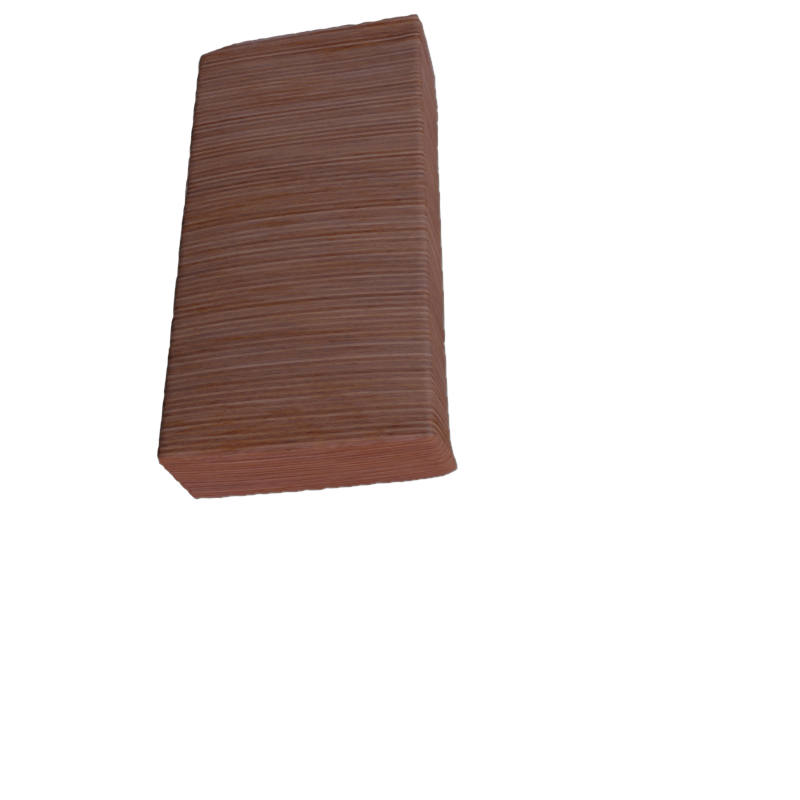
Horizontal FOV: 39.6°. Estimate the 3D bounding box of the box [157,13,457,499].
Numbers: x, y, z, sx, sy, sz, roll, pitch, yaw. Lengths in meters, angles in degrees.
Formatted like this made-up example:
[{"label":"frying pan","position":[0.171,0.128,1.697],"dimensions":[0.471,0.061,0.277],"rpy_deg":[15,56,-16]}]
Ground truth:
[{"label":"box","position":[-0.032,-0.058,0.403],"dimensions":[0.094,0.187,0.045],"rpy_deg":[-8,-29,11]}]
